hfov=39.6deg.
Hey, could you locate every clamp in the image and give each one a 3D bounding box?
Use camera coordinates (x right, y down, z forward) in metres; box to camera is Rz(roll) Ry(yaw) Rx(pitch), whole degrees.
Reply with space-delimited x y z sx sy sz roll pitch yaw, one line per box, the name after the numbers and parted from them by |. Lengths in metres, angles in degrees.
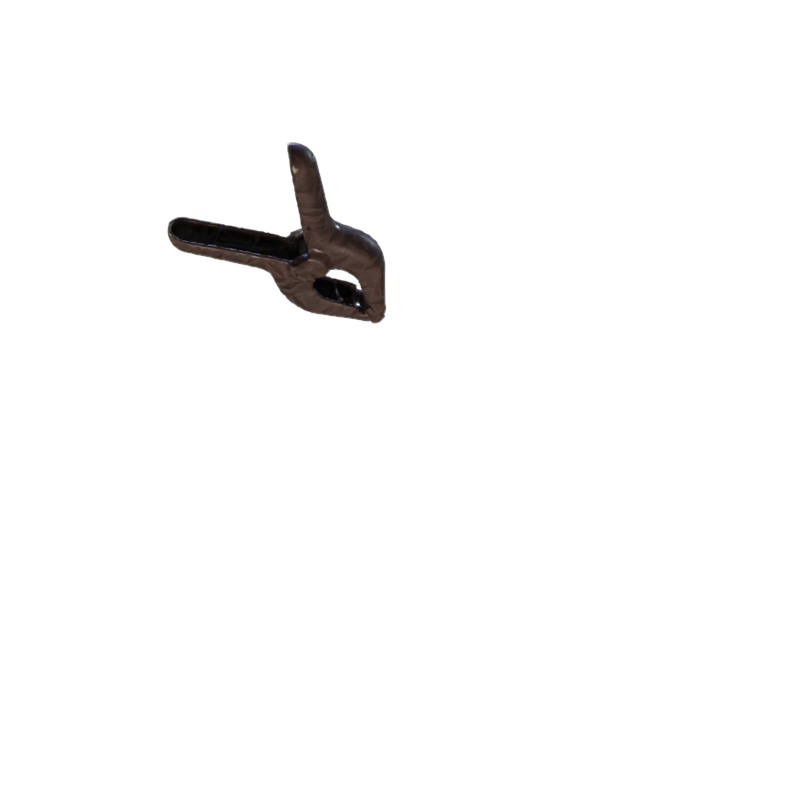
-0.060 -0.109 0.763 0.161 0.042 0.119 26 -40 -35 | clamp
